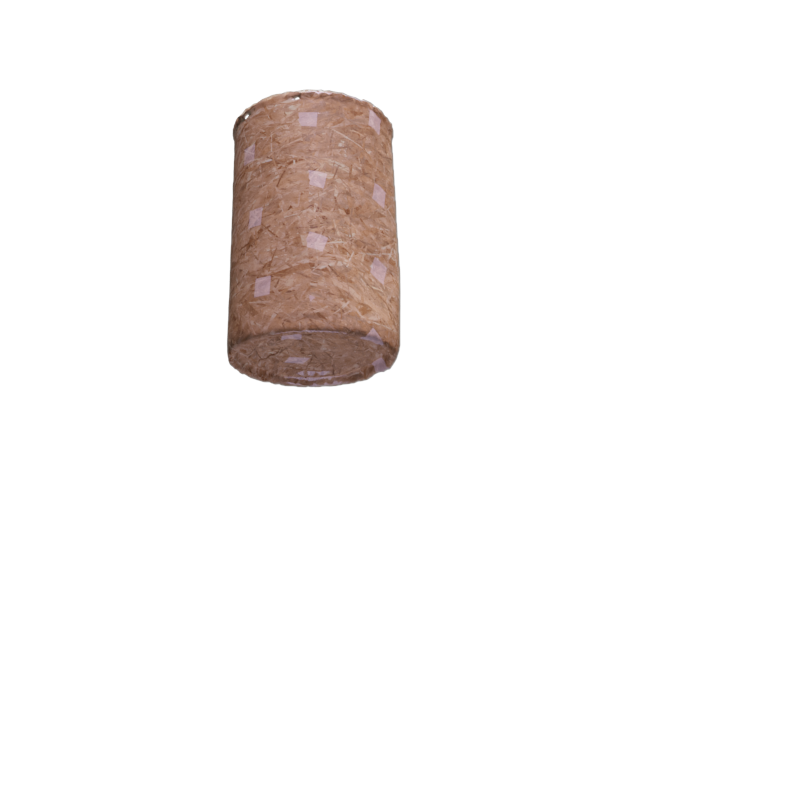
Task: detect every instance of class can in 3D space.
[{"bbox_3d":[-0.035,-0.064,0.447,0.068,0.108,0.065,0,-23,-2],"label":"can"}]
